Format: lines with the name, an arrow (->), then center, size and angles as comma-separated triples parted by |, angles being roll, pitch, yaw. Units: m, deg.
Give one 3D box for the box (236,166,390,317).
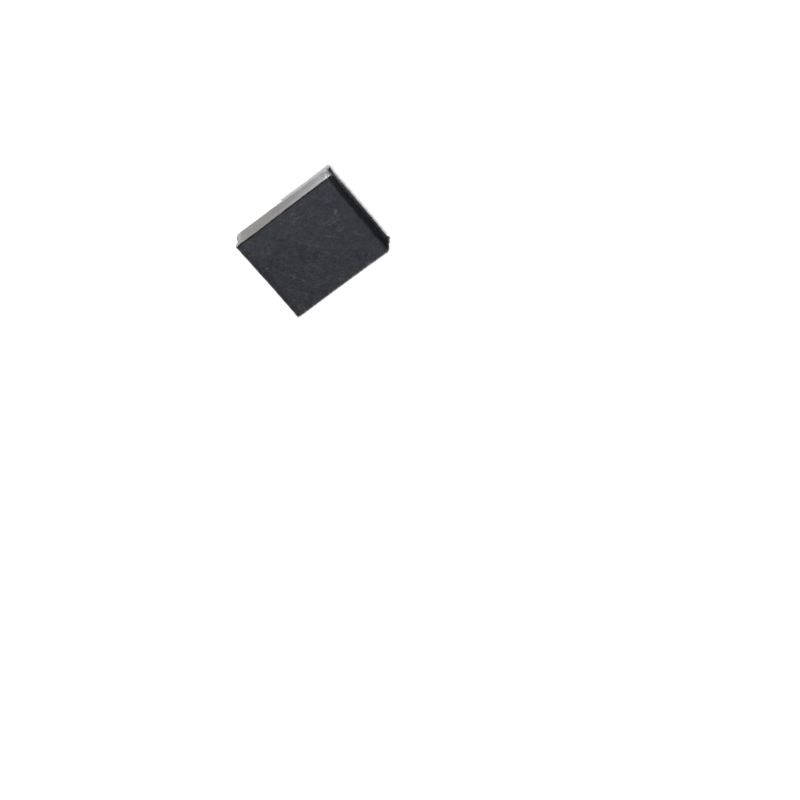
box -> -0.063, -0.116, 0.810 | 0.089, 0.070, 0.032 | -36, 20, 14
